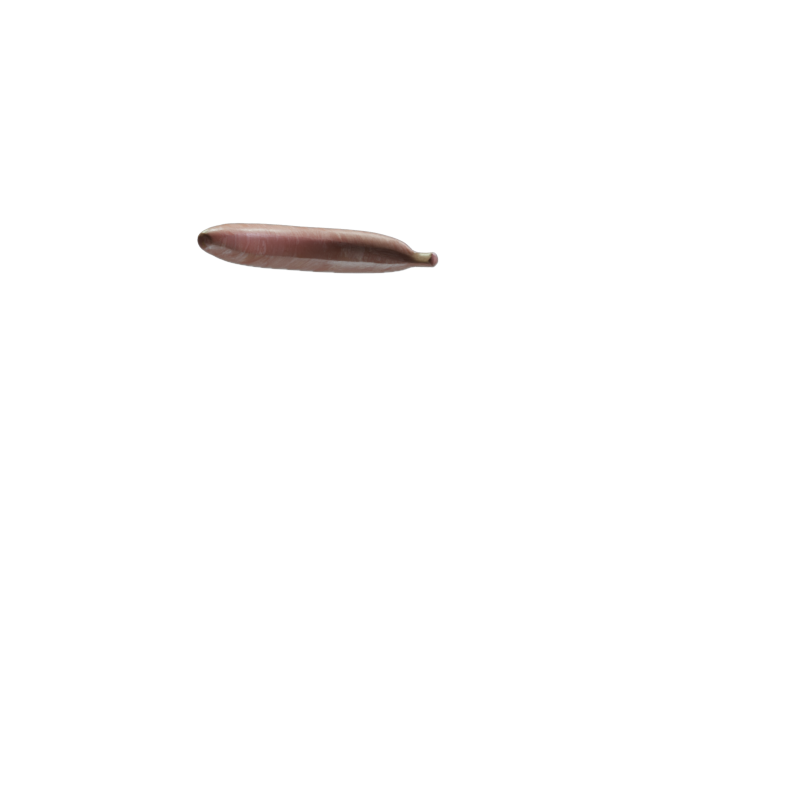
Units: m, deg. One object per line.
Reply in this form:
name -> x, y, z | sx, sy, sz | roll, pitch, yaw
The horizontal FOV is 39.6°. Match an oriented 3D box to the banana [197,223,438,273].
banana -> -0.072, -0.126, 0.911 | 0.193, 0.037, 0.070 | 1, -5, -16
